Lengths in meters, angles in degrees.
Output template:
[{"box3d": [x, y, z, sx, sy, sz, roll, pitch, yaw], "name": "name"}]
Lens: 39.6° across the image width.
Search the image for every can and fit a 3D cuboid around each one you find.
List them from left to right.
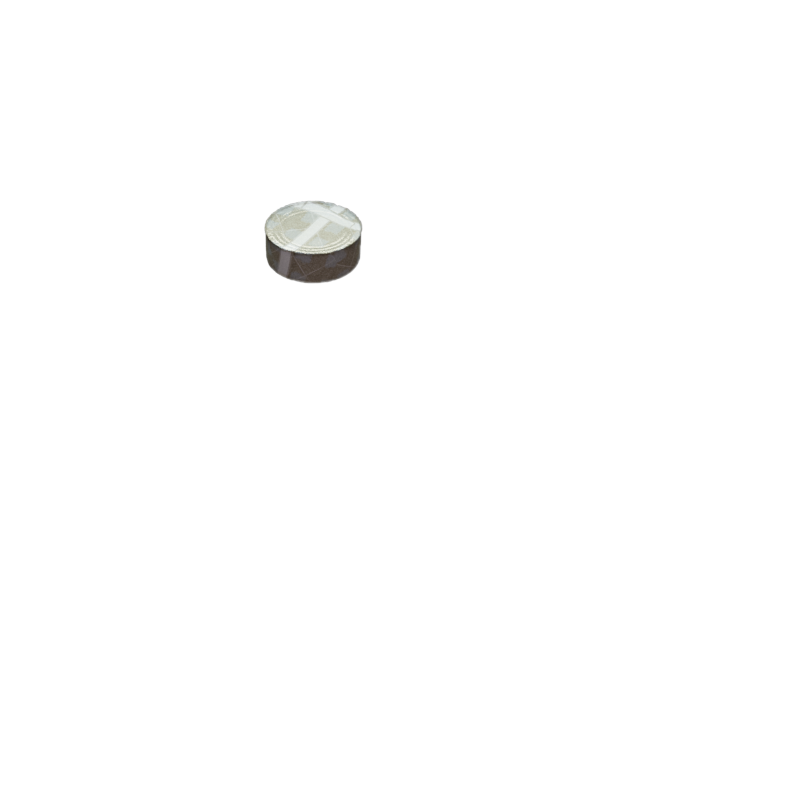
[{"box3d": [-0.077, -0.140, 0.979, 0.086, 0.031, 0.092, -1, 38, -2], "name": "can"}]
